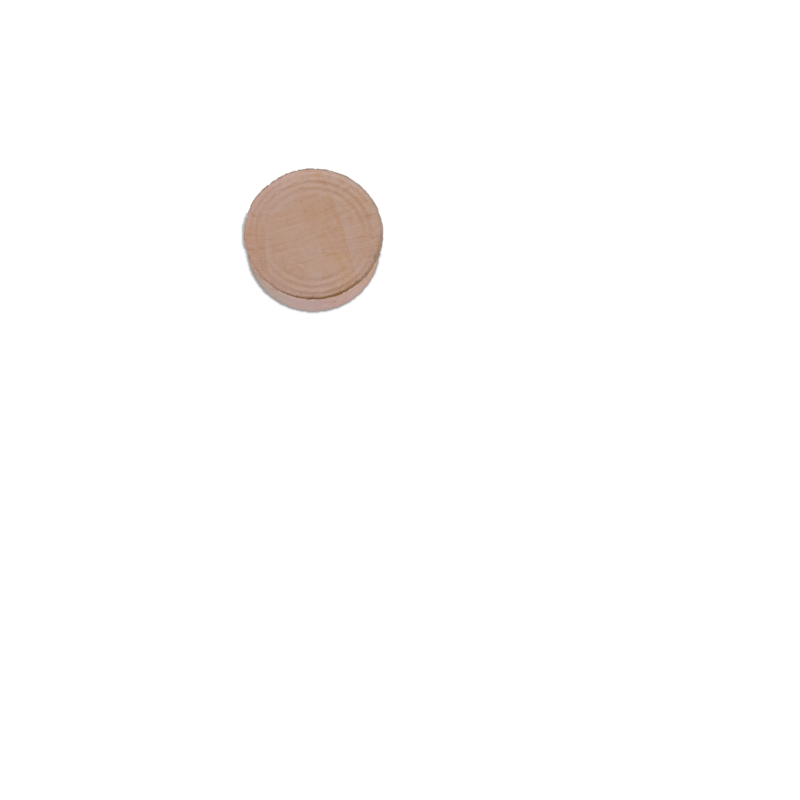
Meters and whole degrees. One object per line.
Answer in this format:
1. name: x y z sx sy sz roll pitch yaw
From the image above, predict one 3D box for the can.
1. can: -0.054 -0.099 0.692 0.086 0.090 0.032 -1 -17 -1
